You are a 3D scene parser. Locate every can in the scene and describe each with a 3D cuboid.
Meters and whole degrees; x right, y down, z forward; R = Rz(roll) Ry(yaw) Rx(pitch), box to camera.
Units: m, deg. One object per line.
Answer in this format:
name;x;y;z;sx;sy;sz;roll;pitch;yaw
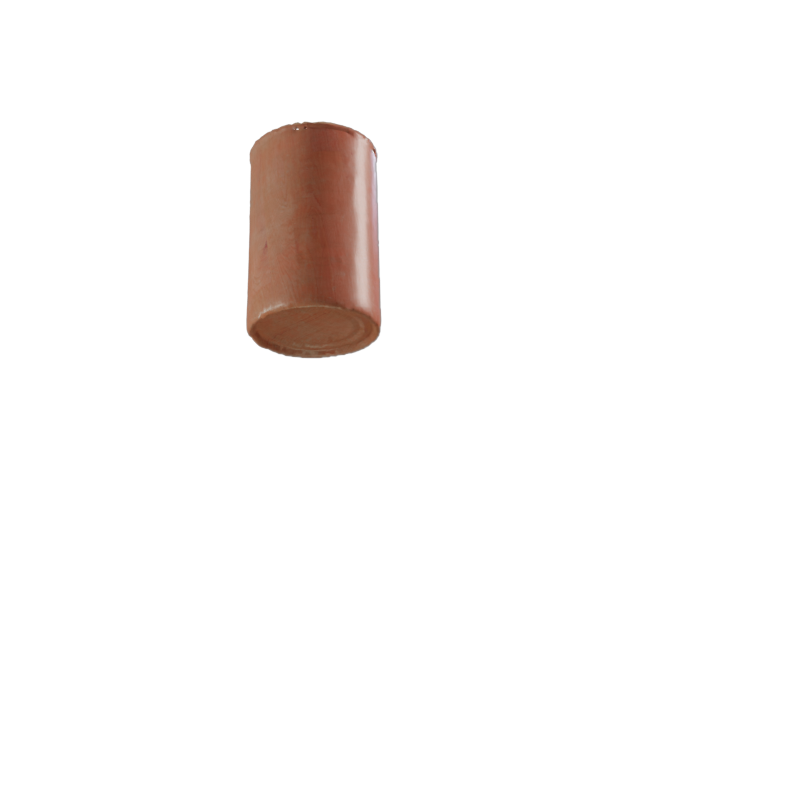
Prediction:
can;-0.044;-0.080;0.564;0.068;0.108;0.065;0;-25;-2
